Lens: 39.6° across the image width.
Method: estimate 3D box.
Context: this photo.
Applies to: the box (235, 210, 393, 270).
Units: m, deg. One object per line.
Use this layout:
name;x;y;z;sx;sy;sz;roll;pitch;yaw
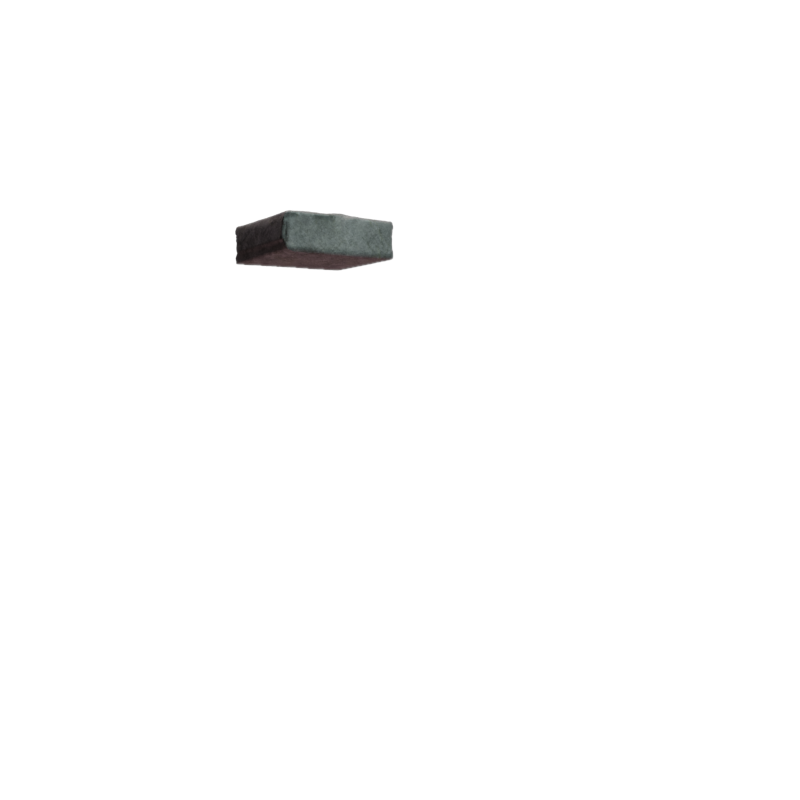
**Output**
box;-0.061;-0.111;0.779;0.086;0.031;0.075;1;-3;-33
